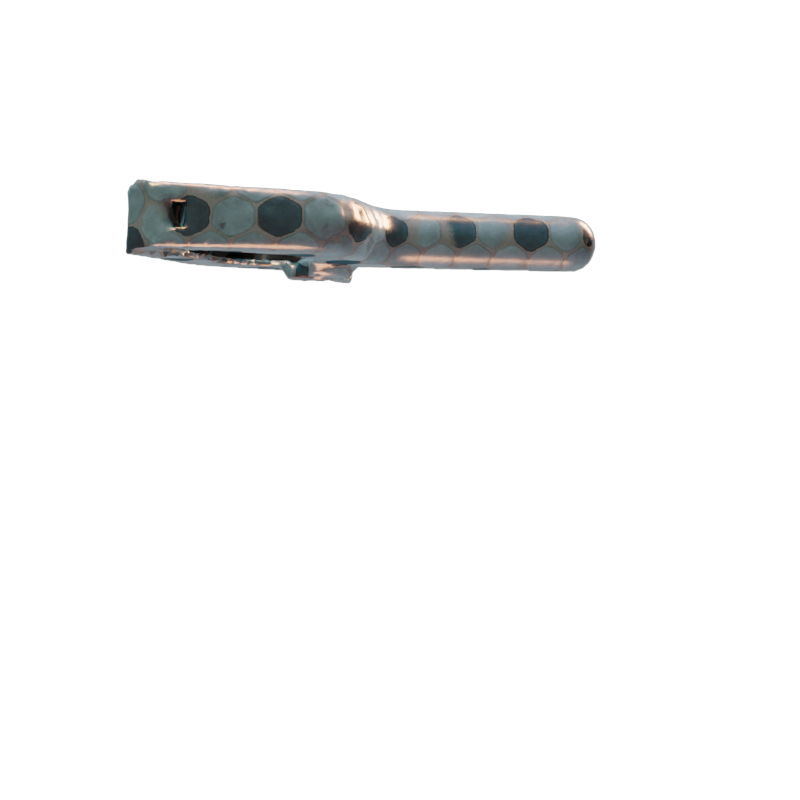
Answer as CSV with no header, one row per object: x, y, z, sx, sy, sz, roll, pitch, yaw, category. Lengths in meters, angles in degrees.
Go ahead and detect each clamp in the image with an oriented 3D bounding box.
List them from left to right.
-0.040,-0.072,0.505,0.201,0.037,0.170,-1,2,-40,clamp
